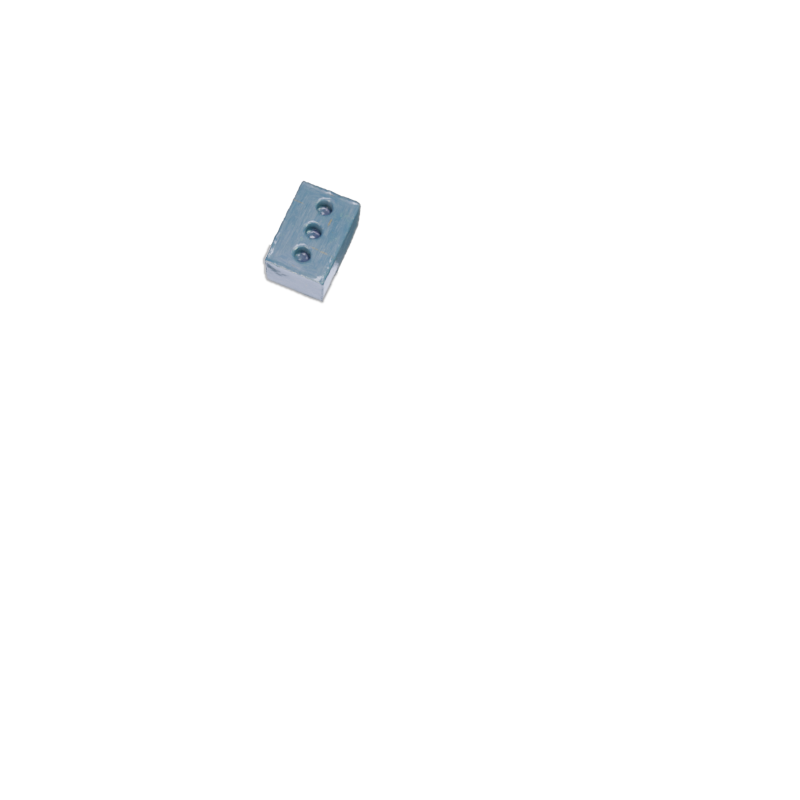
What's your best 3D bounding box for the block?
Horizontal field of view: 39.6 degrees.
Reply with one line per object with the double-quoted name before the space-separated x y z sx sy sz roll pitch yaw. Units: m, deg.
"block" -0.071 -0.129 0.901 0.053 0.080 0.049 22 -17 5
